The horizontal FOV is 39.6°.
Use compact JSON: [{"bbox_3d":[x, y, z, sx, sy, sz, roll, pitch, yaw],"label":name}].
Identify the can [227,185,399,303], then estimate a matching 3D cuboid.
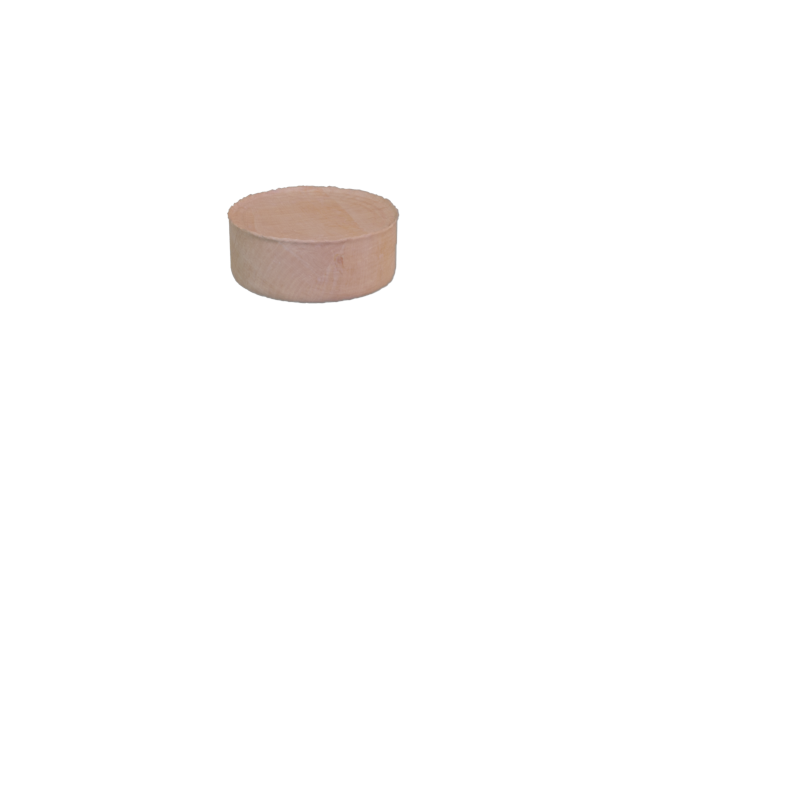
[{"bbox_3d":[-0.044,-0.080,0.559,0.086,0.032,0.091,-1,26,-2],"label":"can"}]
